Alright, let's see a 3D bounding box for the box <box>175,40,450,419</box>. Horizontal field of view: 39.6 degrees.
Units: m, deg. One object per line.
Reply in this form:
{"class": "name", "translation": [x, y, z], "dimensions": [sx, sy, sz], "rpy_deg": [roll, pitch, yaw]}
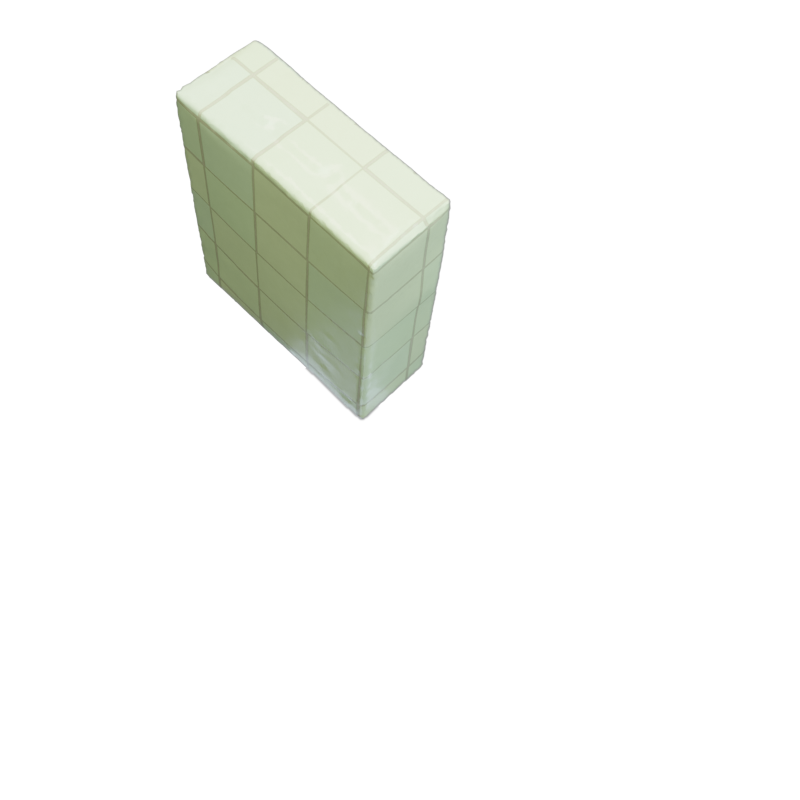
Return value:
{"class": "box", "translation": [-0.055, -0.101, 0.705], "dimensions": [0.072, 0.172, 0.201], "rpy_deg": [-40, -19, -20]}
